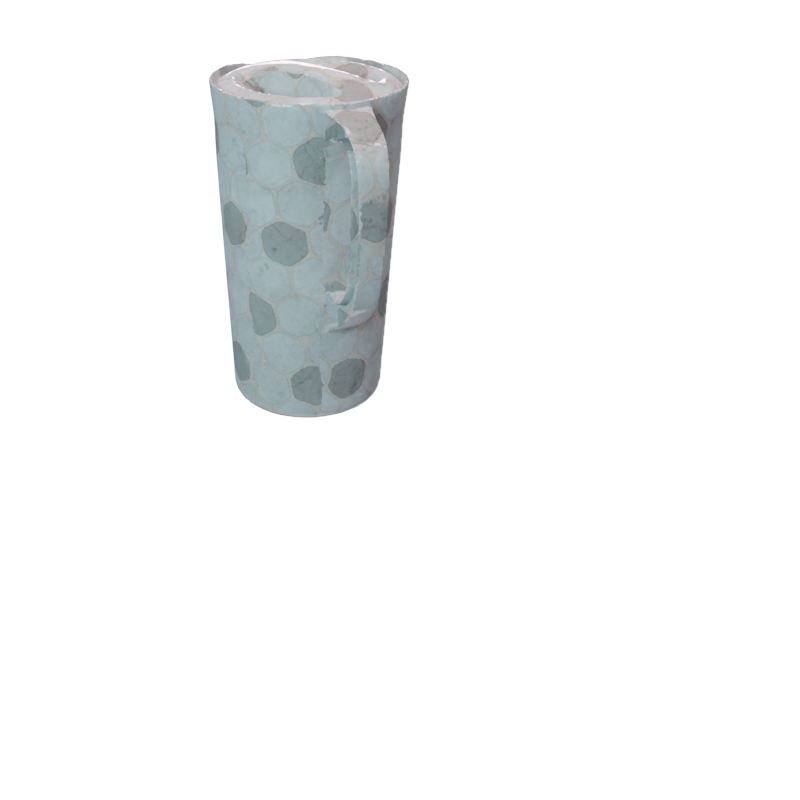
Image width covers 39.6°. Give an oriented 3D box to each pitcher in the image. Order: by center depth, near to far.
[{"bbox_3d":[-0.060,-0.110,0.772,0.149,0.231,0.153,9,26,17],"label":"pitcher"}]
